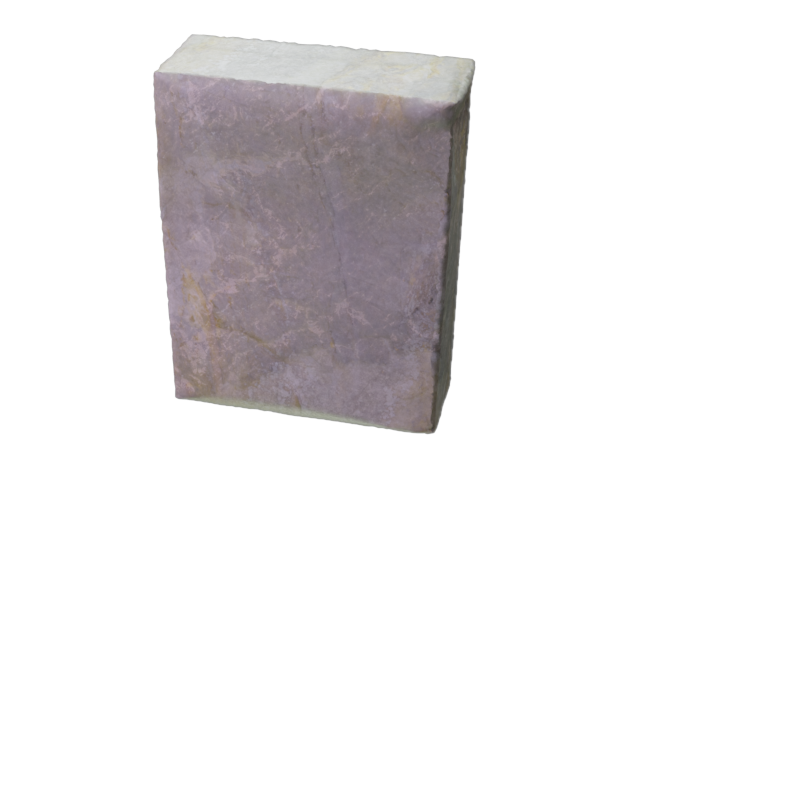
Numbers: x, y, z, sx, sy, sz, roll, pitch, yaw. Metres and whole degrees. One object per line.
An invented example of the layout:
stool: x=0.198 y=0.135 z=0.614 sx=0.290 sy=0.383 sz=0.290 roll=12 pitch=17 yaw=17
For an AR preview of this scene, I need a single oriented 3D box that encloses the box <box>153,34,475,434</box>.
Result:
box: x=-0.050 y=-0.090 z=0.633 sx=0.167 sy=0.201 sz=0.075 roll=9 pitch=33 yaw=11
